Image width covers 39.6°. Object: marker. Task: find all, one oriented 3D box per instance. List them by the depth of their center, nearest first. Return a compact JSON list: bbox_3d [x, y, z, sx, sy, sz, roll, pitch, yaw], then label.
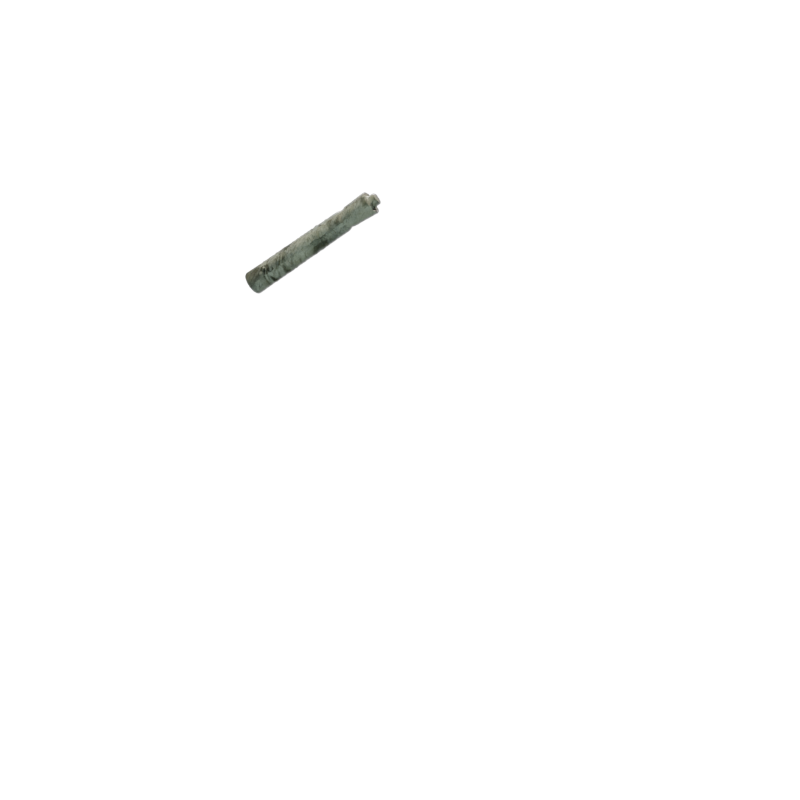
[{"bbox_3d":[-0.065,-0.119,0.836,0.120,0.020,0.019,-31,-8,20],"label":"marker"}]
